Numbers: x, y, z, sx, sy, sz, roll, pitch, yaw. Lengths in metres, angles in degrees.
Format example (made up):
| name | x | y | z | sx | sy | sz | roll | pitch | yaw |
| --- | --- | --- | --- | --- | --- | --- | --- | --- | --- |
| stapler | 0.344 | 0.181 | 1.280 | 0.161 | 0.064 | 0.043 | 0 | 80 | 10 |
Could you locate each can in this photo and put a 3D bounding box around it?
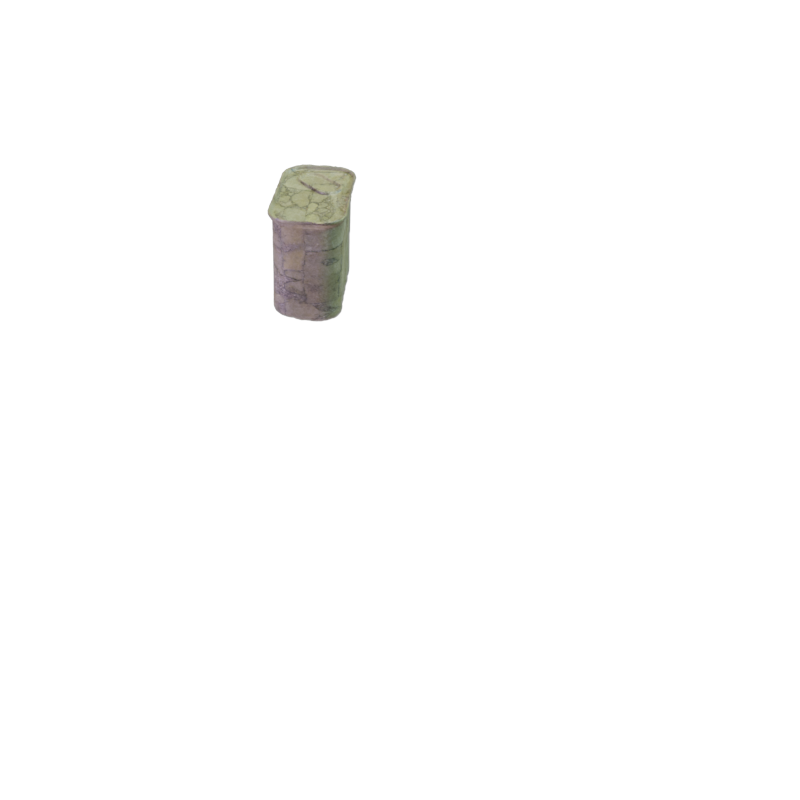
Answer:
| name | x | y | z | sx | sy | sz | roll | pitch | yaw |
| --- | --- | --- | --- | --- | --- | --- | --- | --- | --- |
| can | -0.066 | -0.120 | 0.841 | 0.058 | 0.079 | 0.108 | 3 | 32 | 3 |
